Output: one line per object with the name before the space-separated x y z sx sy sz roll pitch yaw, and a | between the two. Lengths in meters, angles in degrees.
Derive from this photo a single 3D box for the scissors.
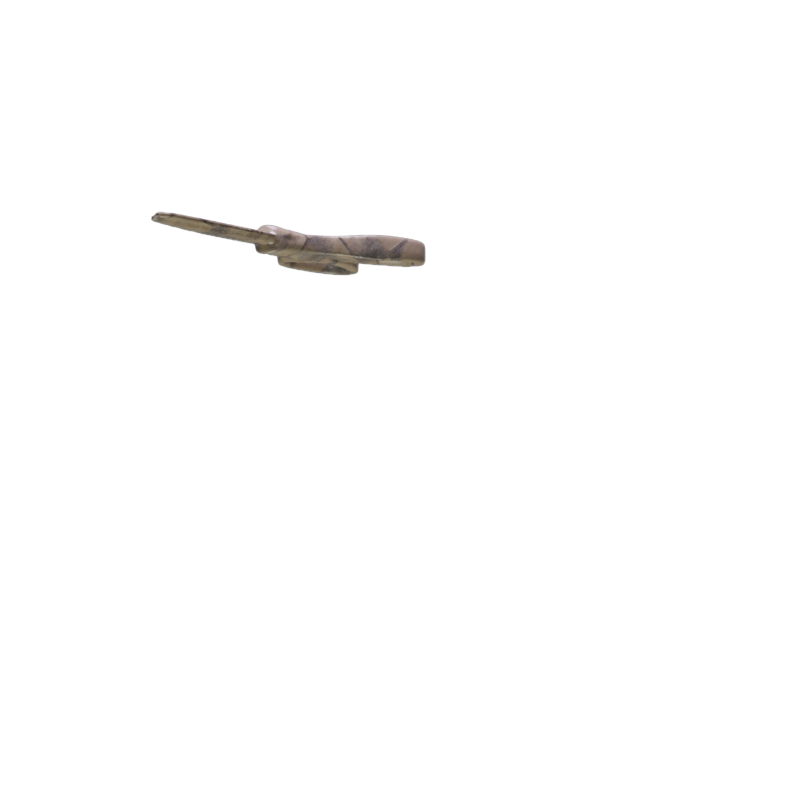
scissors | -0.046 -0.084 0.589 0.098 0.016 0.196 0 0 14
